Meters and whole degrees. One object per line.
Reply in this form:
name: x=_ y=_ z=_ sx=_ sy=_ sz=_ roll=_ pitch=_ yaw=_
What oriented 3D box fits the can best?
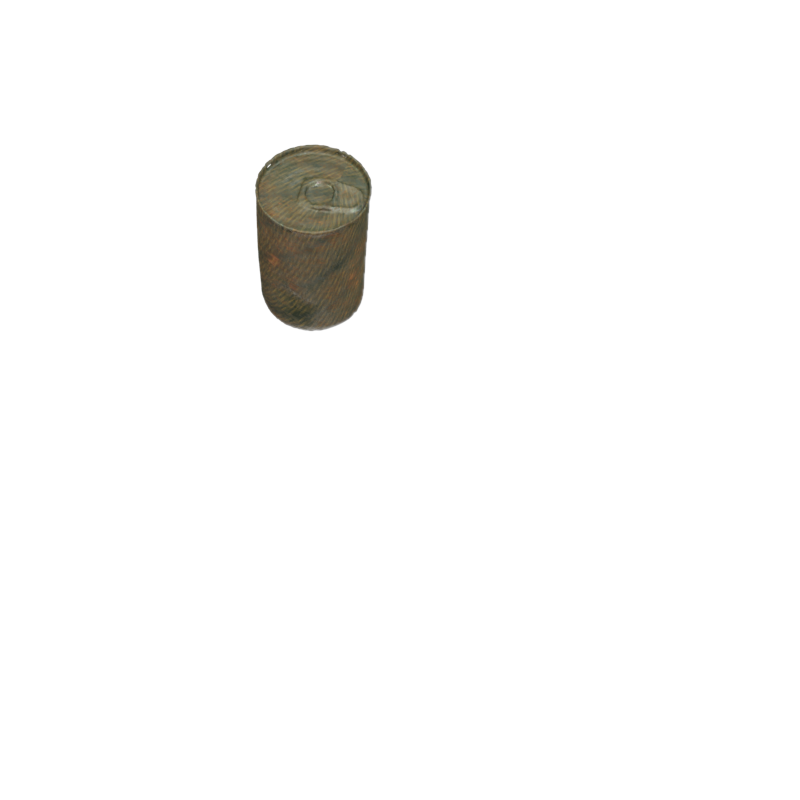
can: x=-0.053 y=-0.097 z=0.681 sx=0.068 sy=0.073 sz=0.096 roll=0 pitch=-34 yaw=-3
